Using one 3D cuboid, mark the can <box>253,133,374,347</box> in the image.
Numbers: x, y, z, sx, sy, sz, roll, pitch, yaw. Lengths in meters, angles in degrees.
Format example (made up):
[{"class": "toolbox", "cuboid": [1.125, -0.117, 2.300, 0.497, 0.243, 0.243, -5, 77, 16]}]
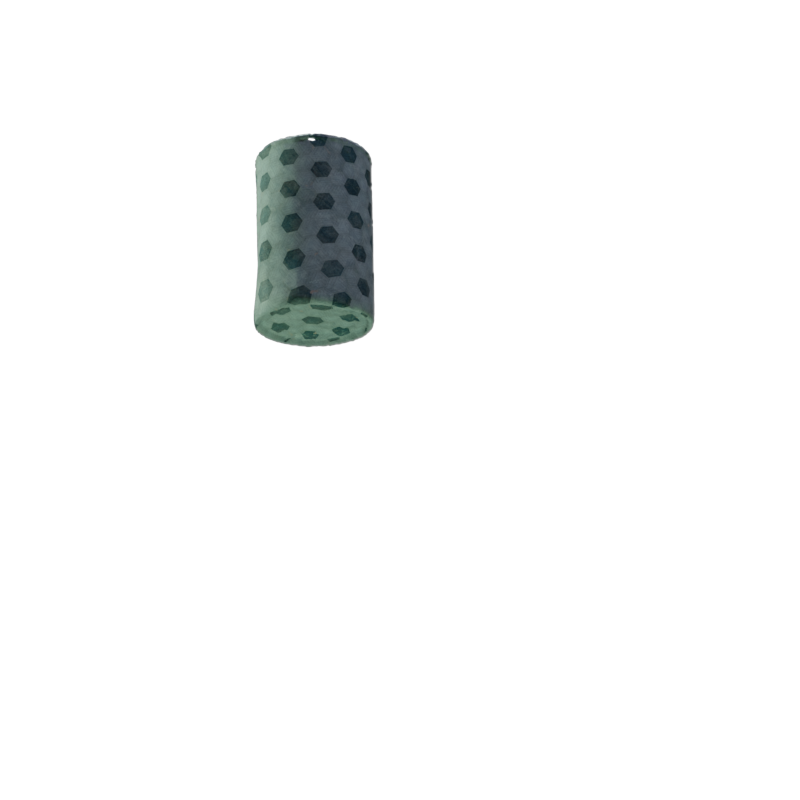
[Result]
[{"class": "can", "cuboid": [-0.049, -0.089, 0.622, 0.068, 0.108, 0.065, 0, -23, -2]}]
